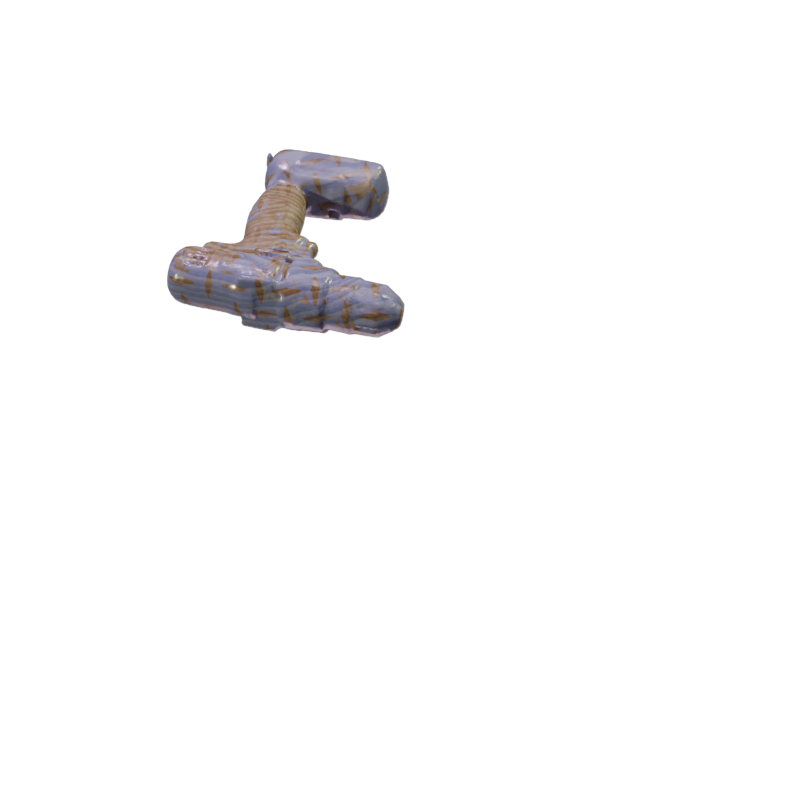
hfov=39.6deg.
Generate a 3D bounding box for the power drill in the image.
[{"bbox_3d":[-0.069,-0.126,0.882,0.189,0.054,0.196,11,41,13],"label":"power drill"}]
